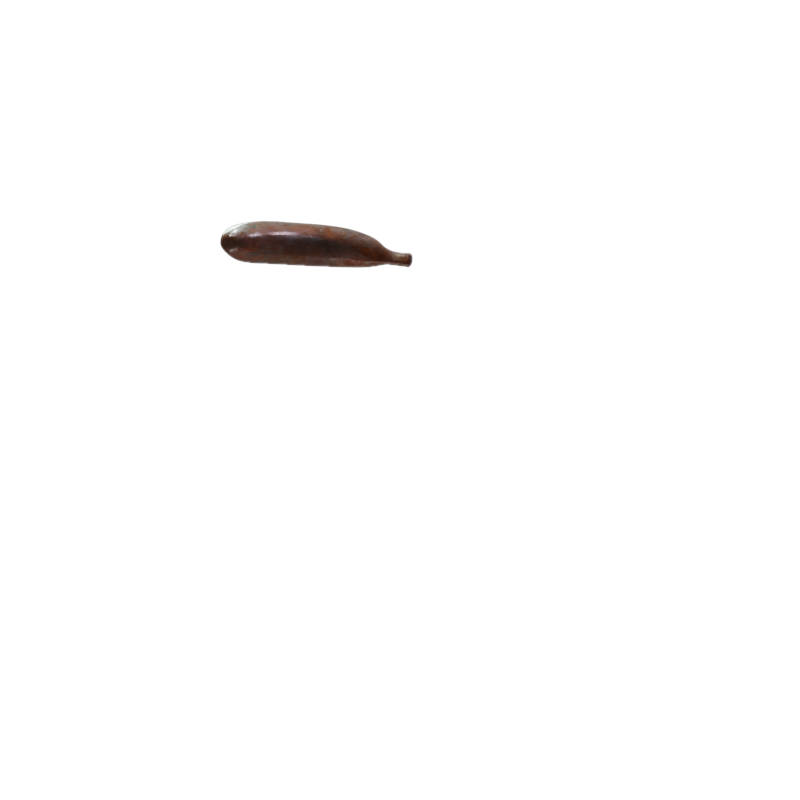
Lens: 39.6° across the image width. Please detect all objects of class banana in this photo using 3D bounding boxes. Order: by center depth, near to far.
[{"bbox_3d":[-0.082,-0.132,0.936,0.190,0.037,0.072,-3,3,-40],"label":"banana"}]
